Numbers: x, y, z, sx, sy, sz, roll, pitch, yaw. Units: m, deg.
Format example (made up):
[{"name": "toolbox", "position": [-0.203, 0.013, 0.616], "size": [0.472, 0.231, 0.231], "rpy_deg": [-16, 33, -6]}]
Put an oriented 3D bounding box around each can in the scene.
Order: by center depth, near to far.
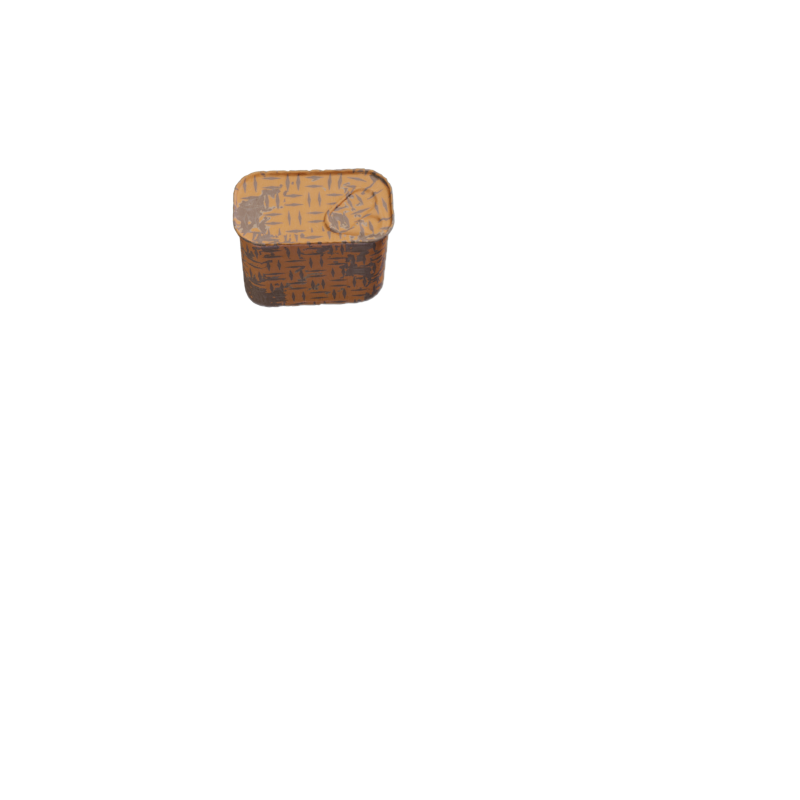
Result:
[{"name": "can", "position": [-0.057, -0.105, 0.734], "size": [0.102, 0.061, 0.079], "rpy_deg": [-2, -29, -3]}]
